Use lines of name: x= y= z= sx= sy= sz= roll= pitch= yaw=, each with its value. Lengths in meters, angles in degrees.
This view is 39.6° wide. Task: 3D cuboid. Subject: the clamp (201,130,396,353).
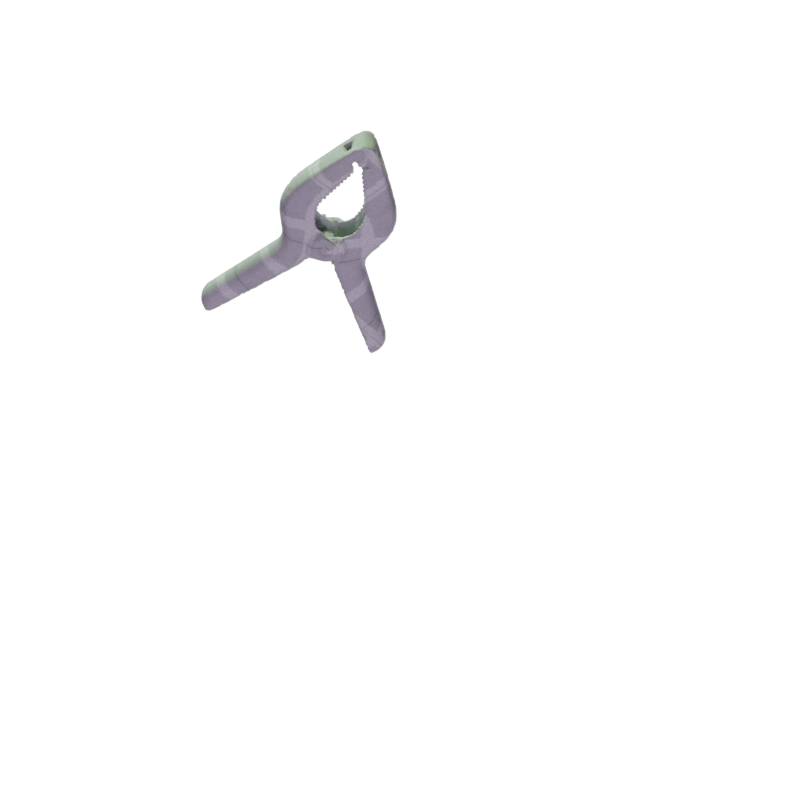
clamp: x=-0.071 y=-0.130 z=0.910 sx=0.162 sy=0.198 sz=0.039 roll=10 pitch=40 yaw=-9
